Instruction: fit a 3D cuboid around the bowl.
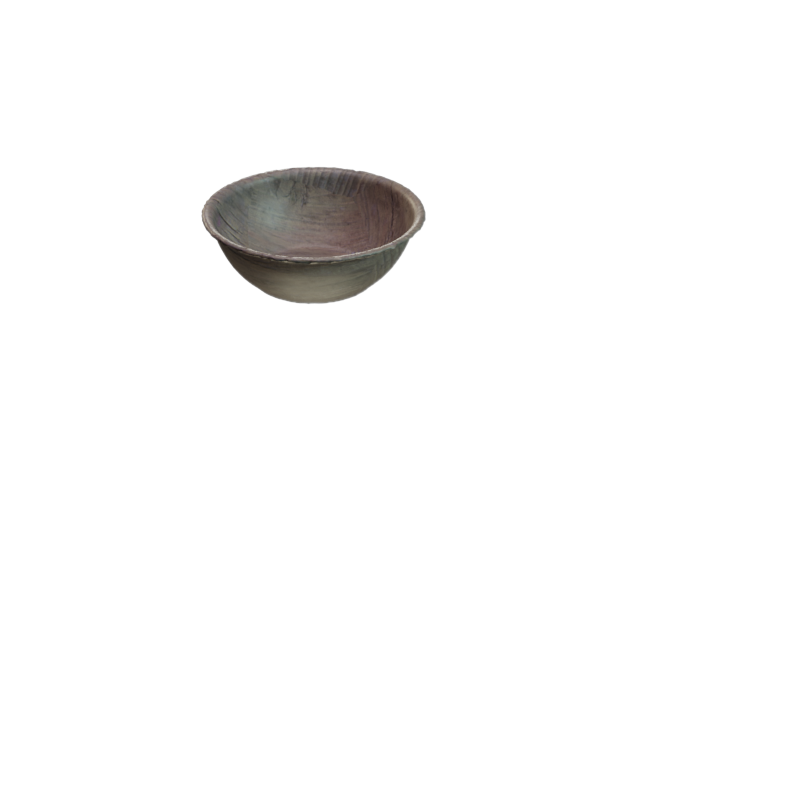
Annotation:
[{"bbox_3d":[-0.063,-0.116,0.811,0.162,0.052,0.172,-1,32,-2],"label":"bowl"}]
